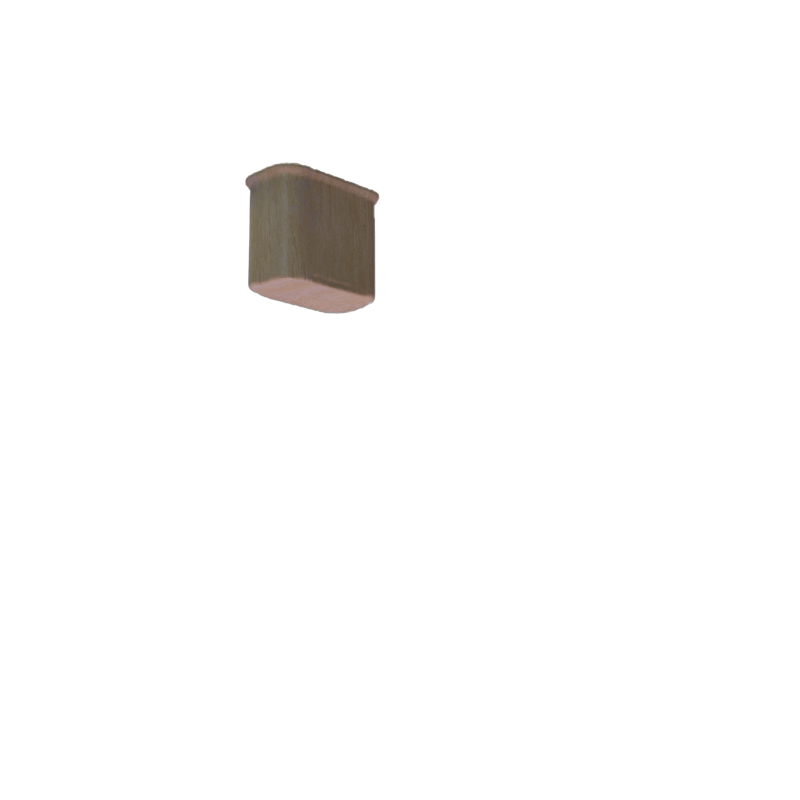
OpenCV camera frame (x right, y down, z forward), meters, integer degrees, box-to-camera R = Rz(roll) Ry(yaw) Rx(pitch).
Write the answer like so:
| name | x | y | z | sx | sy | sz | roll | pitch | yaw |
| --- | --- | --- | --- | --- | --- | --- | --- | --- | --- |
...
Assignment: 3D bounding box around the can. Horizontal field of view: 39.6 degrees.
| name | x | y | z | sx | sy | sz | roll | pitch | yaw |
| --- | --- | --- | --- | --- | --- | --- | --- | --- | --- |
| can | -0.062 | -0.114 | 0.798 | 0.096 | 0.087 | 0.058 | 13 | -22 | -43 |
